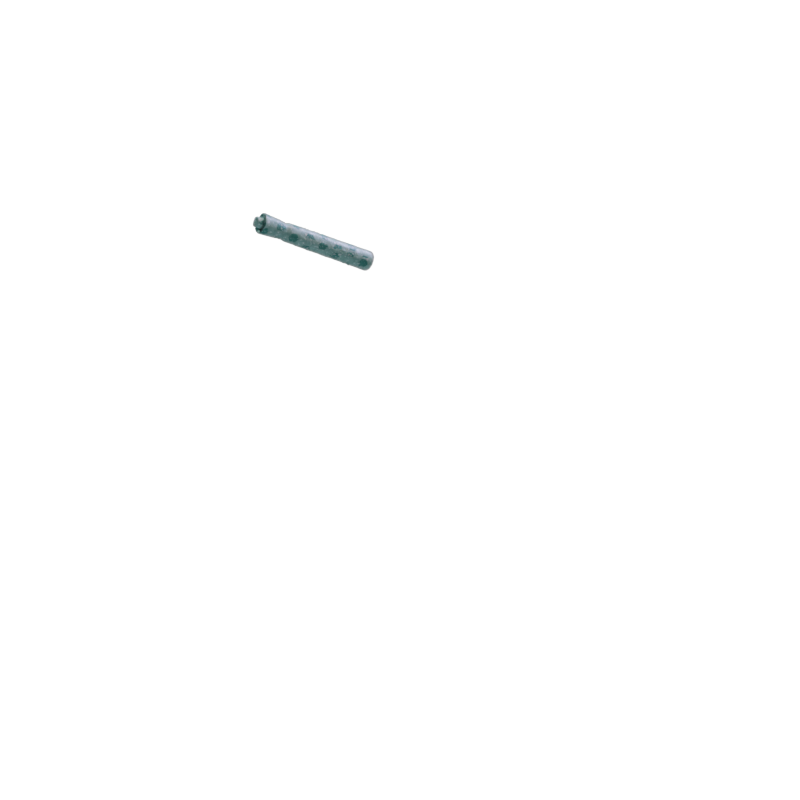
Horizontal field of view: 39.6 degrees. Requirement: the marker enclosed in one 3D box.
[{"bbox_3d":[-0.077,-0.141,0.990,0.115,0.020,0.020,16,-5,-29],"label":"marker"}]
